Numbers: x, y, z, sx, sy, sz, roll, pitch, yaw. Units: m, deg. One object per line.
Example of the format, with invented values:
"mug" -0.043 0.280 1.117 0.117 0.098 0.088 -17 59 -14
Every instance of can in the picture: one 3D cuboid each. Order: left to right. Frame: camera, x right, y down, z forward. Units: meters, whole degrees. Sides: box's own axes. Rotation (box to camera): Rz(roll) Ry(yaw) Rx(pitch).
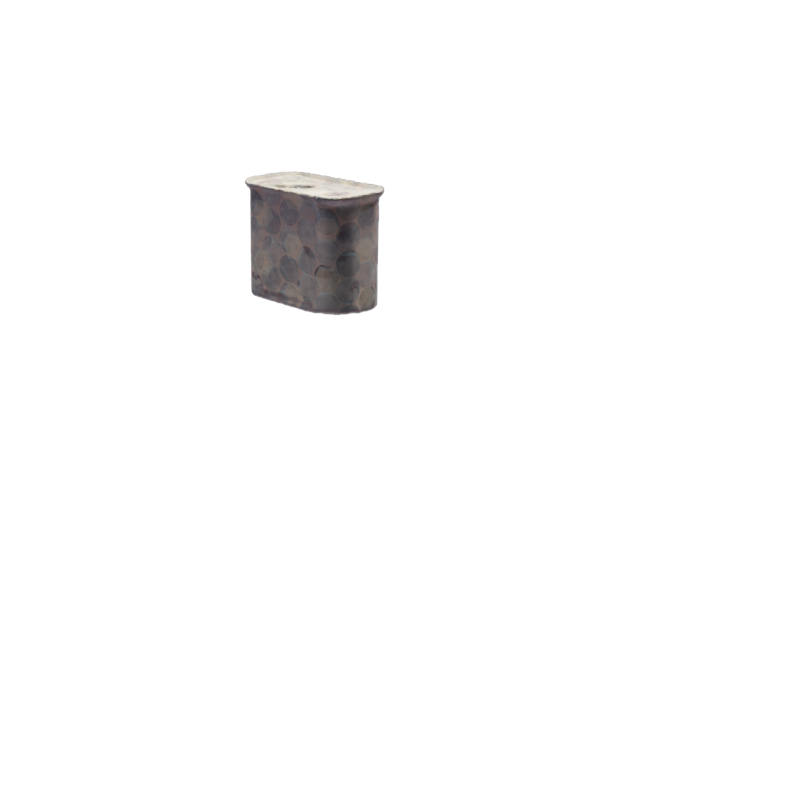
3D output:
"can" -0.061 -0.111 0.776 0.108 0.081 0.056 18 23 41
